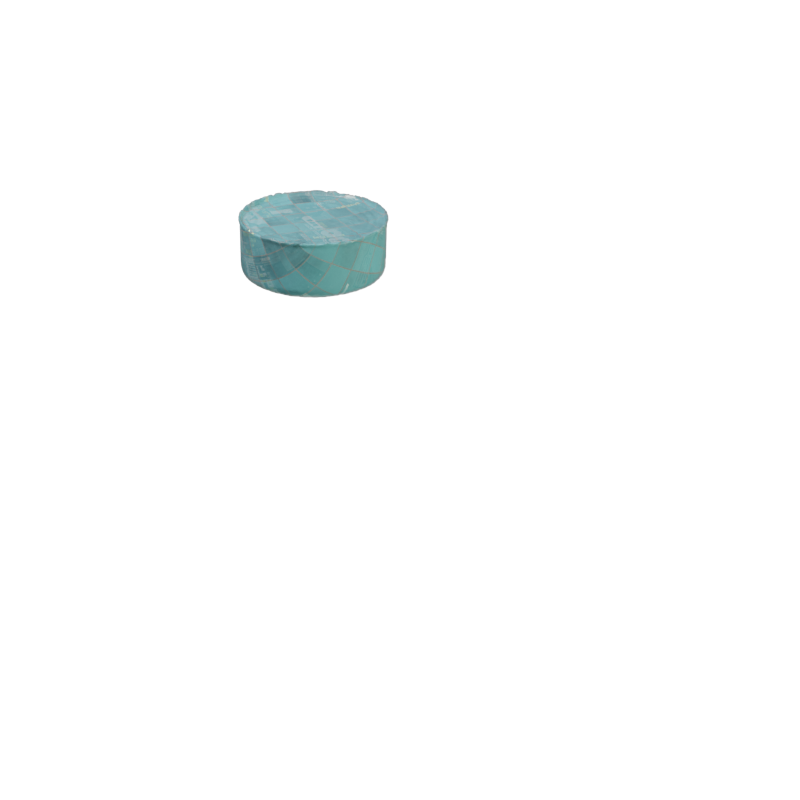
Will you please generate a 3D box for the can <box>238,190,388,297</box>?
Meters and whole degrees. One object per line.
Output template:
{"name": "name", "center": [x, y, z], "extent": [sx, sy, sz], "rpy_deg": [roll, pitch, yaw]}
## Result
{"name": "can", "center": [-0.050, -0.091, 0.639], "extent": [0.086, 0.032, 0.091], "rpy_deg": [-1, 28, -2]}
